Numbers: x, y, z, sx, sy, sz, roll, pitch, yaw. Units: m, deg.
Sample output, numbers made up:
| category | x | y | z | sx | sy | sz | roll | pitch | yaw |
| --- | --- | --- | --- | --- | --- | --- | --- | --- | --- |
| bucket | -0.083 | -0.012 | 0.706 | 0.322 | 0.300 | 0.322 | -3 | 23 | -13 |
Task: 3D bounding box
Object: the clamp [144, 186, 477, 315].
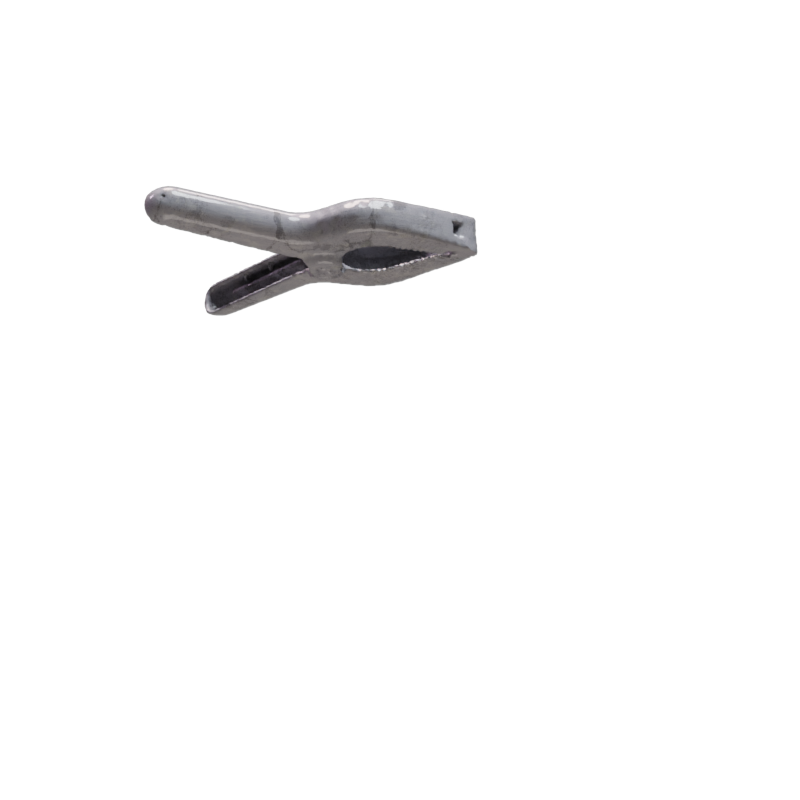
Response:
| category | x | y | z | sx | sy | sz | roll | pitch | yaw |
| --- | --- | --- | --- | --- | --- | --- | --- | --- | --- |
| clamp | -0.057 | -0.105 | 0.733 | 0.213 | 0.038 | 0.154 | -5 | -20 | 13 |
